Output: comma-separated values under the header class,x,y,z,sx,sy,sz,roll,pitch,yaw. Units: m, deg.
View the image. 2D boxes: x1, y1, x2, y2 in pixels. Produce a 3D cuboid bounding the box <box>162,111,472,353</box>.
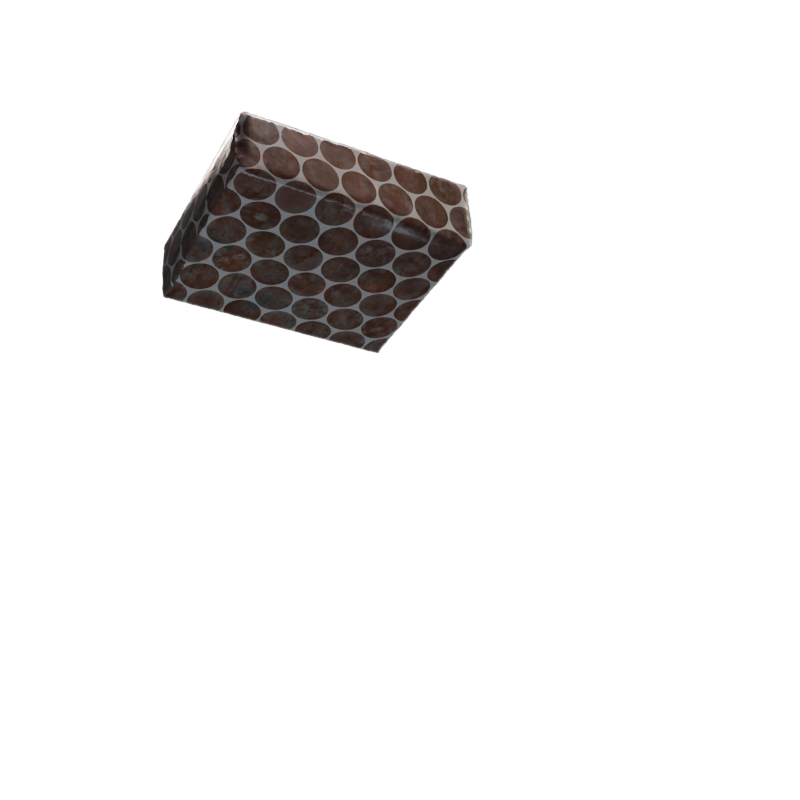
class,x,y,z,sx,sy,sz,roll,pitch,yaw
box,-0.038,-0.070,0.491,0.109,0.042,0.087,17,-41,-22
